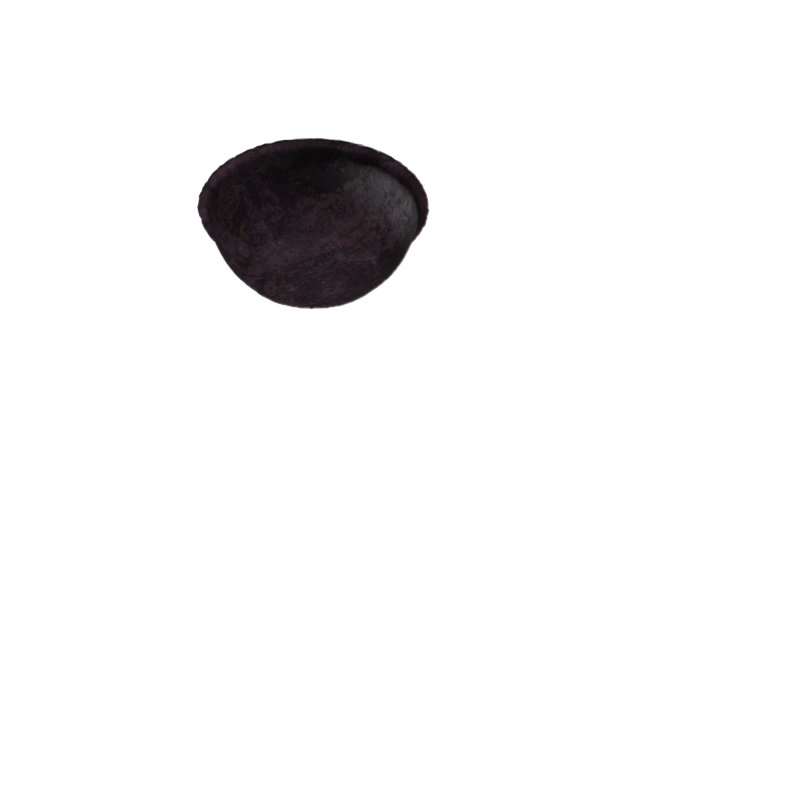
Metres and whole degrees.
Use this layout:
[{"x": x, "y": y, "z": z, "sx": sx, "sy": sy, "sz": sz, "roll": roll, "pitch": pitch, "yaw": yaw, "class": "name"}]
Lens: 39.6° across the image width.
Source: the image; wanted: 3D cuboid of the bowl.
[{"x": -0.060, "y": -0.109, "z": 0.762, "sx": 0.162, "sy": 0.059, "sz": 0.152, "roll": 1, "pitch": -29, "yaw": -2, "class": "bowl"}]
